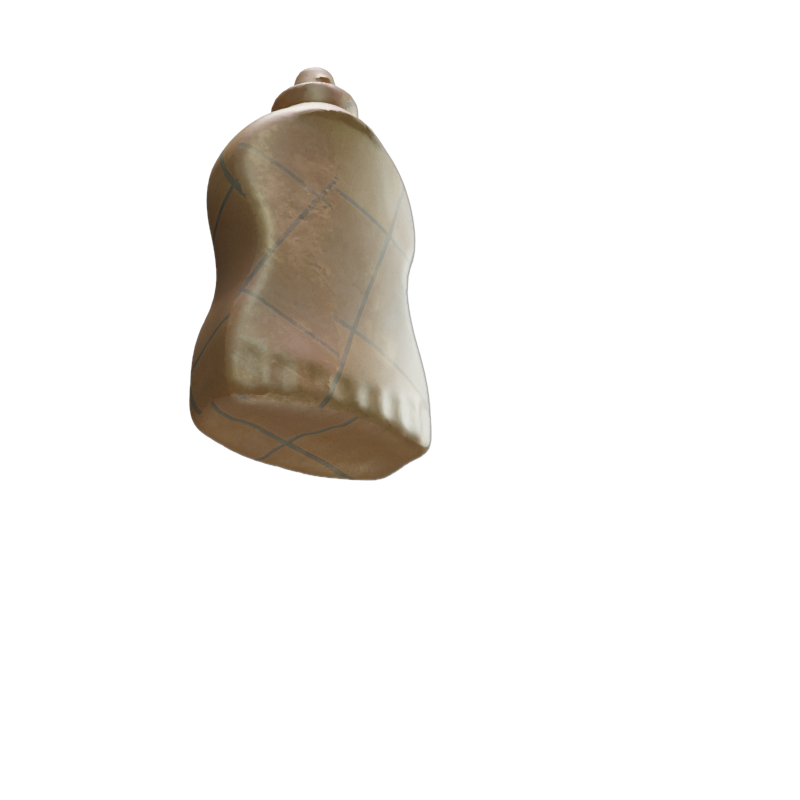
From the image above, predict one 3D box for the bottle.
[{"bbox_3d":[-0.037,-0.068,0.475,0.092,0.205,0.057,17,-38,-27],"label":"bottle"}]
